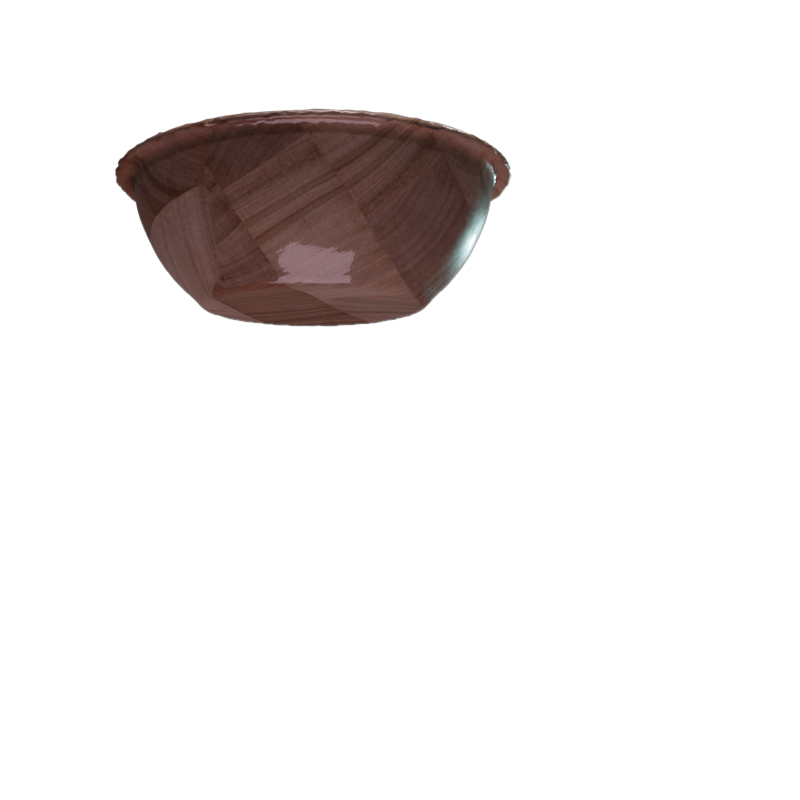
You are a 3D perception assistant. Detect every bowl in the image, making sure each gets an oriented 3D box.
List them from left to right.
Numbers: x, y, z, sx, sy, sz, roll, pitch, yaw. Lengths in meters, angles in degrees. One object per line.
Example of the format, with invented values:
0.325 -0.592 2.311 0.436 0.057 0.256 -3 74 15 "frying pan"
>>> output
-0.035 -0.065 0.452 0.162 0.056 0.158 0 -7 -2 "bowl"
